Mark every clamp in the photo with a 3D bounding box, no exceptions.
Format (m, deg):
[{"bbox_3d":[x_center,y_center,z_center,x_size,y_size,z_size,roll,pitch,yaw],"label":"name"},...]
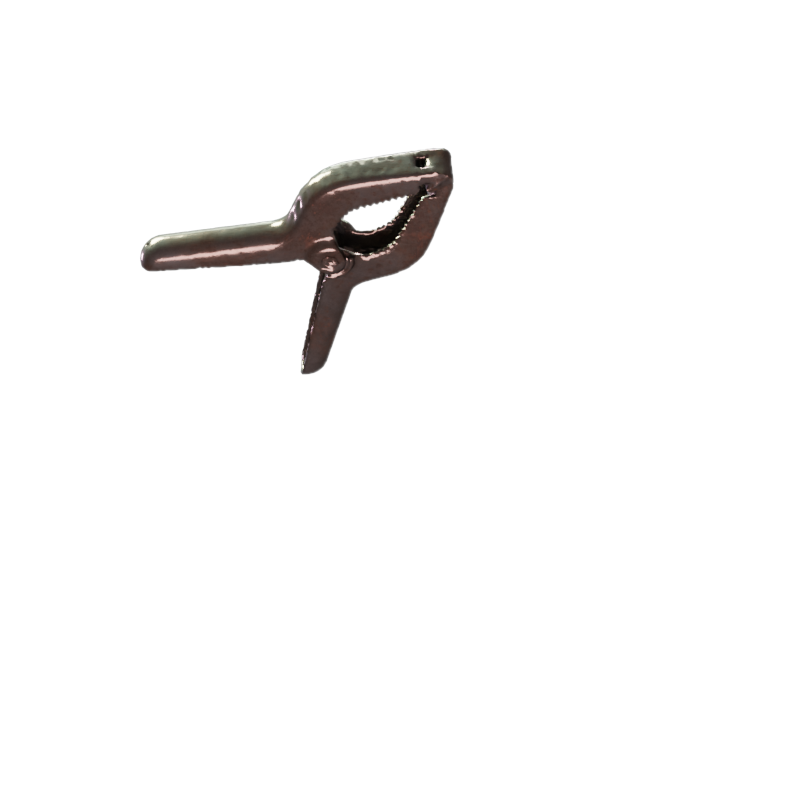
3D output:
[{"bbox_3d":[-0.057,-0.104,0.725,0.155,0.039,0.207,30,-49,-30],"label":"clamp"}]
